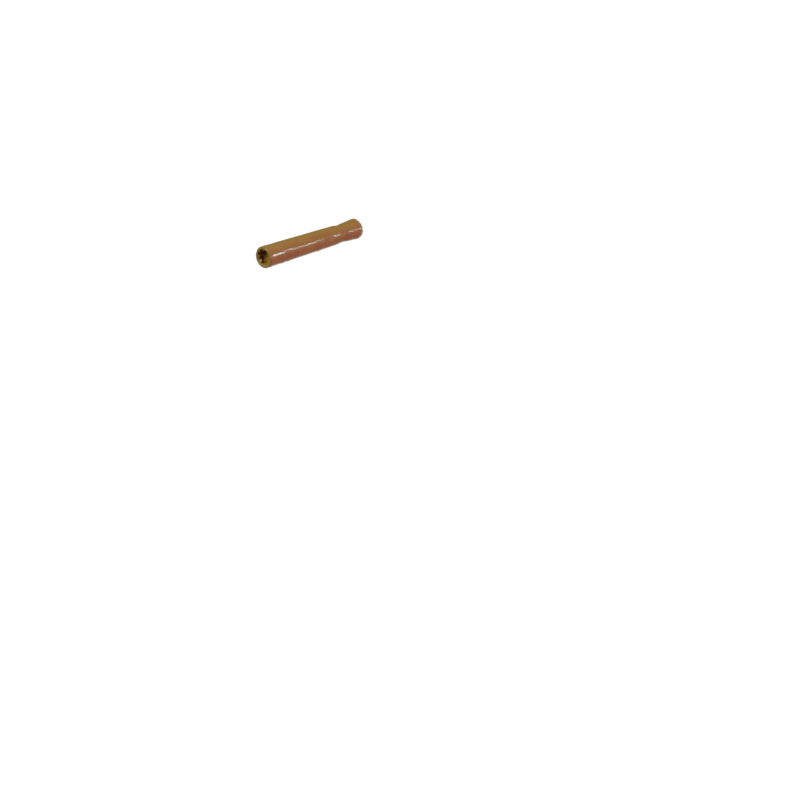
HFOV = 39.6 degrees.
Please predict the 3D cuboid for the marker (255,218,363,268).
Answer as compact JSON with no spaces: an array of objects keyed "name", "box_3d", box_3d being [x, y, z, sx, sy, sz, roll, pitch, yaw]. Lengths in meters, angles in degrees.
[{"name":"marker","box_3d":[-0.075,-0.137,0.957,0.021,0.019,0.120,4,21,42]}]
